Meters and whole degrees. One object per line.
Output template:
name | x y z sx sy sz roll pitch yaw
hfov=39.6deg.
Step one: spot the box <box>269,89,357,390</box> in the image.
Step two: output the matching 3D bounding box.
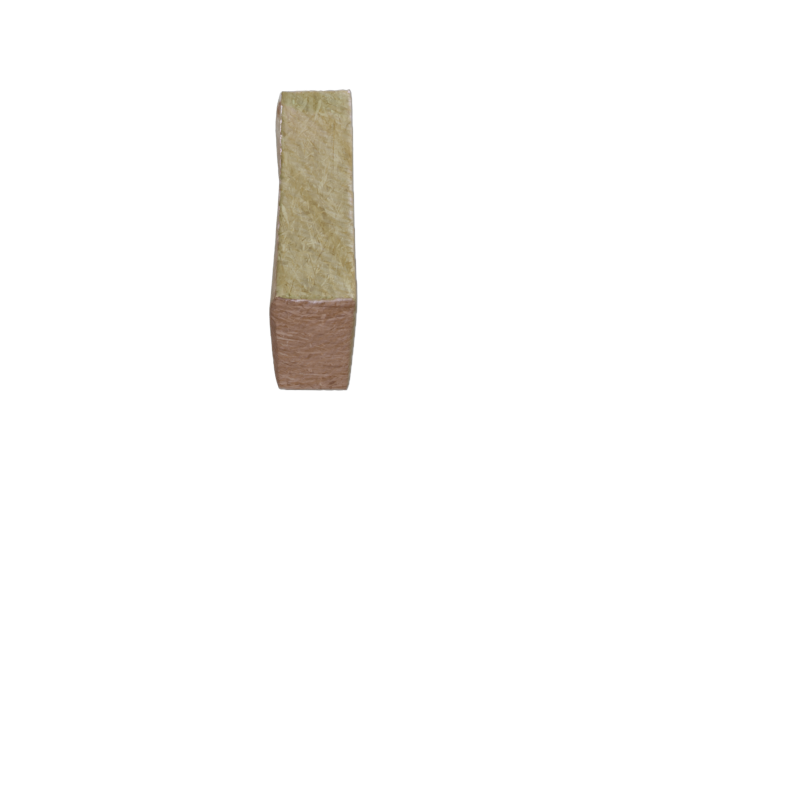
box | -0.076 -0.139 0.970 0.072 0.228 0.154 0 -29 -4
